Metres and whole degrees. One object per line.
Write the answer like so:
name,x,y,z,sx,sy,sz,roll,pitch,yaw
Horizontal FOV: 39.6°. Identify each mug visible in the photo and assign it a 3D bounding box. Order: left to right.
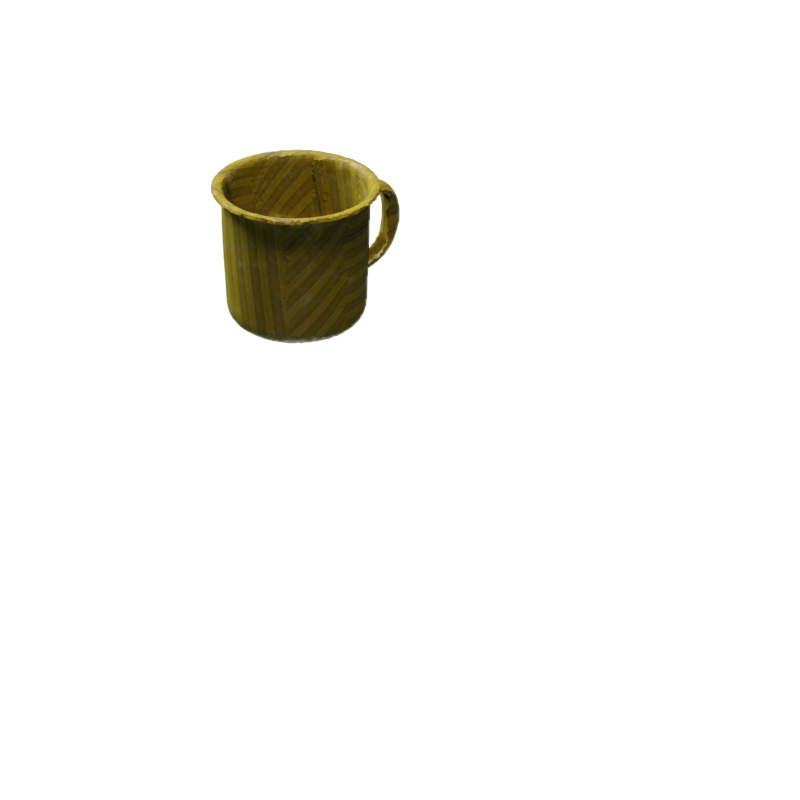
mug,-0.050,-0.090,0.633,0.116,0.077,0.100,-23,40,-32
